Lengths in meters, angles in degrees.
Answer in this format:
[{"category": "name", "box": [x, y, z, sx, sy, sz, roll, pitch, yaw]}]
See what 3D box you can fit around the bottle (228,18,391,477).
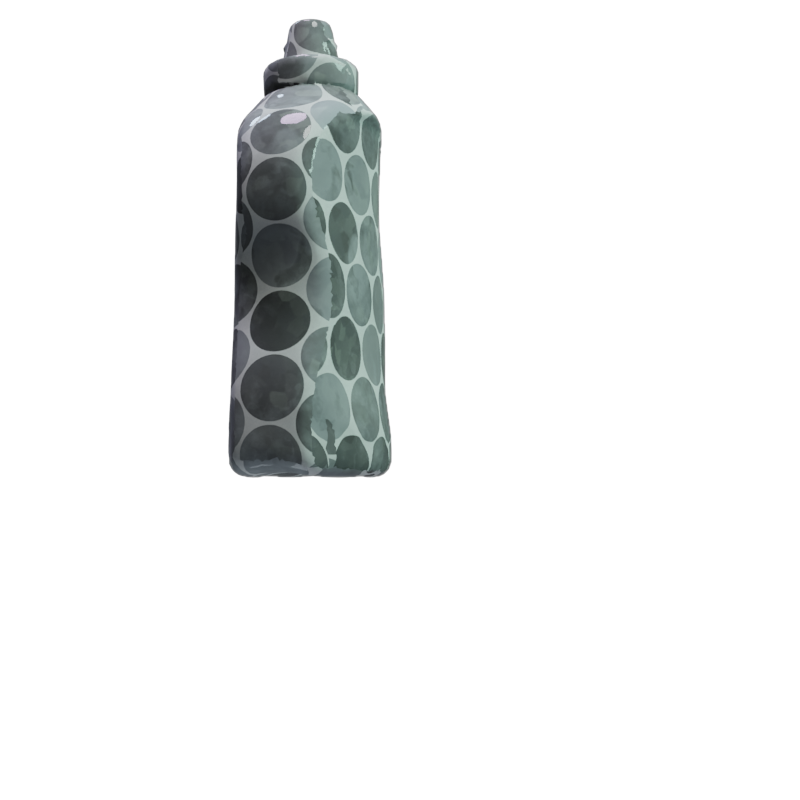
[{"category": "bottle", "box": [-0.037, -0.066, 0.461, 0.060, 0.197, 0.091, -5, -11, 19]}]
